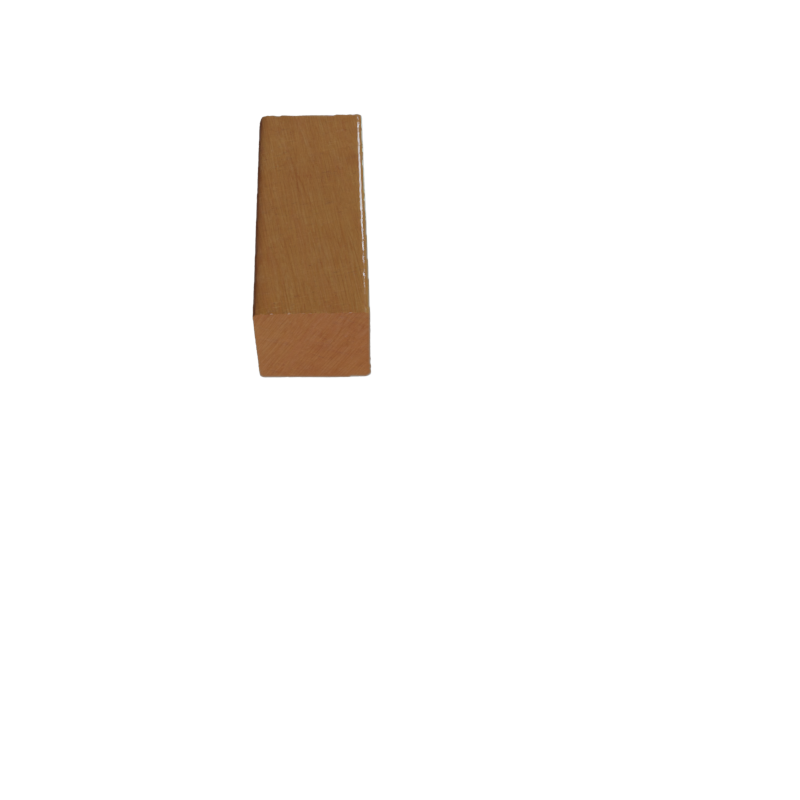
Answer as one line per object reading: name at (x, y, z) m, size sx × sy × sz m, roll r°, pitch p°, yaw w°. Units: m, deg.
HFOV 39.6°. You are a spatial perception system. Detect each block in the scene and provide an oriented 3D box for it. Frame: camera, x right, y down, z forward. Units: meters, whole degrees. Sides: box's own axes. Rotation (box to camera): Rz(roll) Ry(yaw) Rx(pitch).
block at (-0.072, -0.130, 0.910) m, size 0.090 × 0.221 × 0.085 m, roll -2°, pitch -35°, yaw -1°
